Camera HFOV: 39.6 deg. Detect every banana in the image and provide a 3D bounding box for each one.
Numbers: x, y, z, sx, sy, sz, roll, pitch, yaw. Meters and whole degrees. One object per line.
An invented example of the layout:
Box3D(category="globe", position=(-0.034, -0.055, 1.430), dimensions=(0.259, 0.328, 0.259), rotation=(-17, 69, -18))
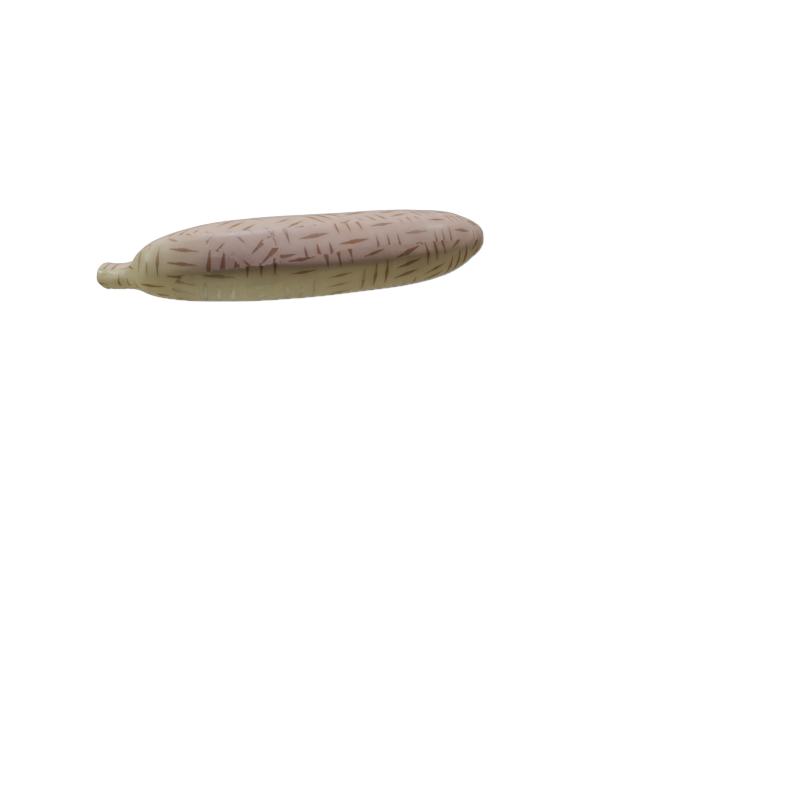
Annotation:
Box3D(category="banana", position=(-0.038, -0.071, 0.517), dimensions=(0.194, 0.036, 0.073), rotation=(-7, 18, -20))
